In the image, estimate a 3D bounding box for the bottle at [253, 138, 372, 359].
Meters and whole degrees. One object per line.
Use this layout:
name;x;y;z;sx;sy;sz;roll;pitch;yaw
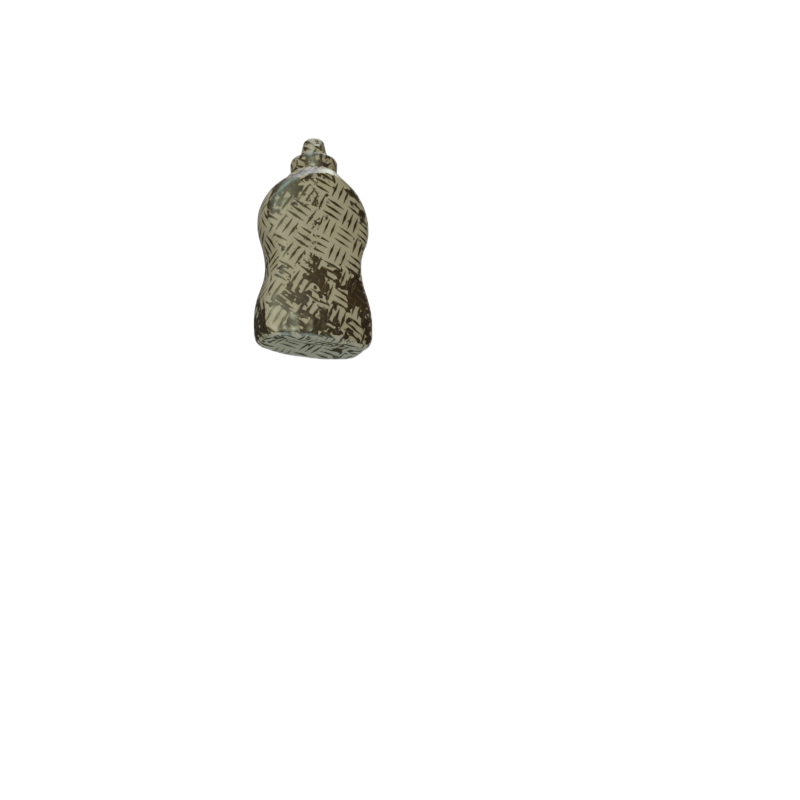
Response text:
bottle;-0.073;-0.134;0.939;0.093;0.202;0.057;7;-25;-20
